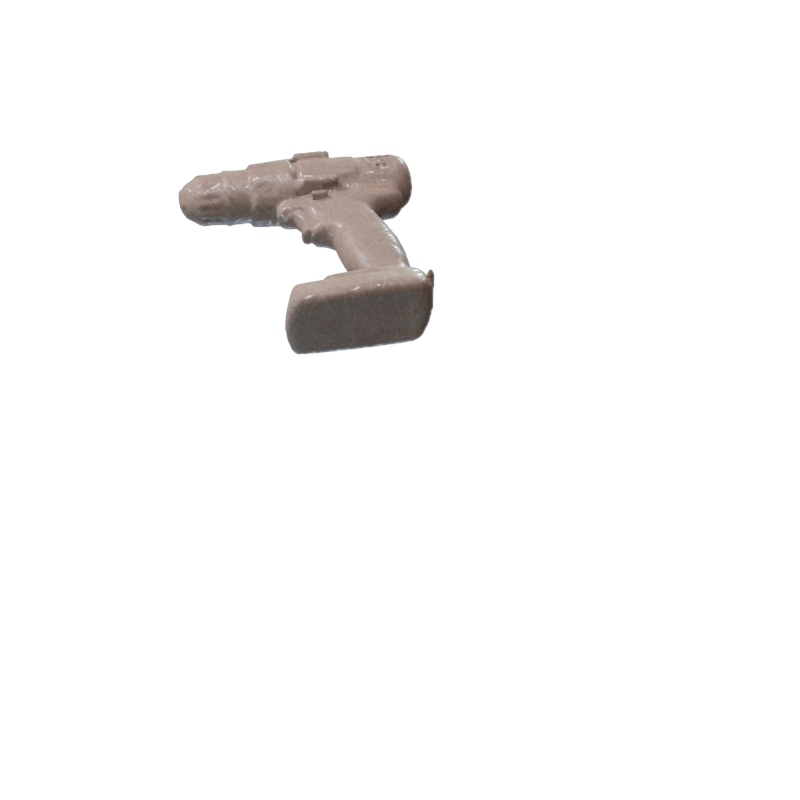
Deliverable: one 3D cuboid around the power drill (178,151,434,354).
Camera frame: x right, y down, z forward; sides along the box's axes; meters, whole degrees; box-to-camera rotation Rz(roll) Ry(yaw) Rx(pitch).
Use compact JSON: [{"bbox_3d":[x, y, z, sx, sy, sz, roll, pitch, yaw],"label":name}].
[{"bbox_3d":[-0.064,-0.117,0.822,0.183,0.053,0.203,-9,44,-10],"label":"power drill"}]
